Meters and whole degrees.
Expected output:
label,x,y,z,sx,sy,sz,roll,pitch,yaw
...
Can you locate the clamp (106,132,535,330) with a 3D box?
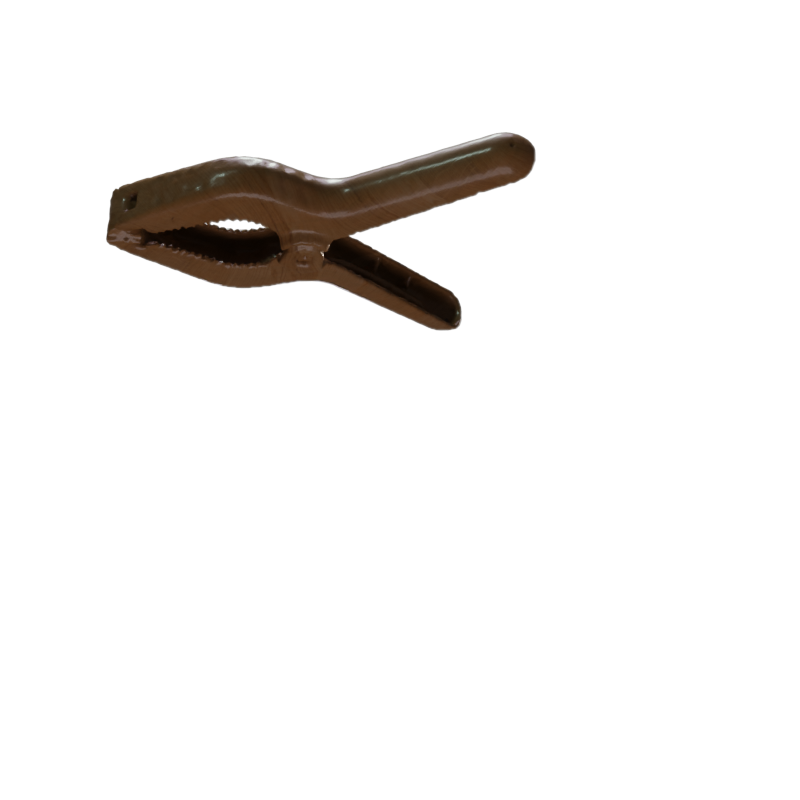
label,x,y,z,sx,sy,sz,roll,pitch,yaw
clamp,-0.046,-0.084,0.585,0.210,0.039,0.154,1,-29,-1
